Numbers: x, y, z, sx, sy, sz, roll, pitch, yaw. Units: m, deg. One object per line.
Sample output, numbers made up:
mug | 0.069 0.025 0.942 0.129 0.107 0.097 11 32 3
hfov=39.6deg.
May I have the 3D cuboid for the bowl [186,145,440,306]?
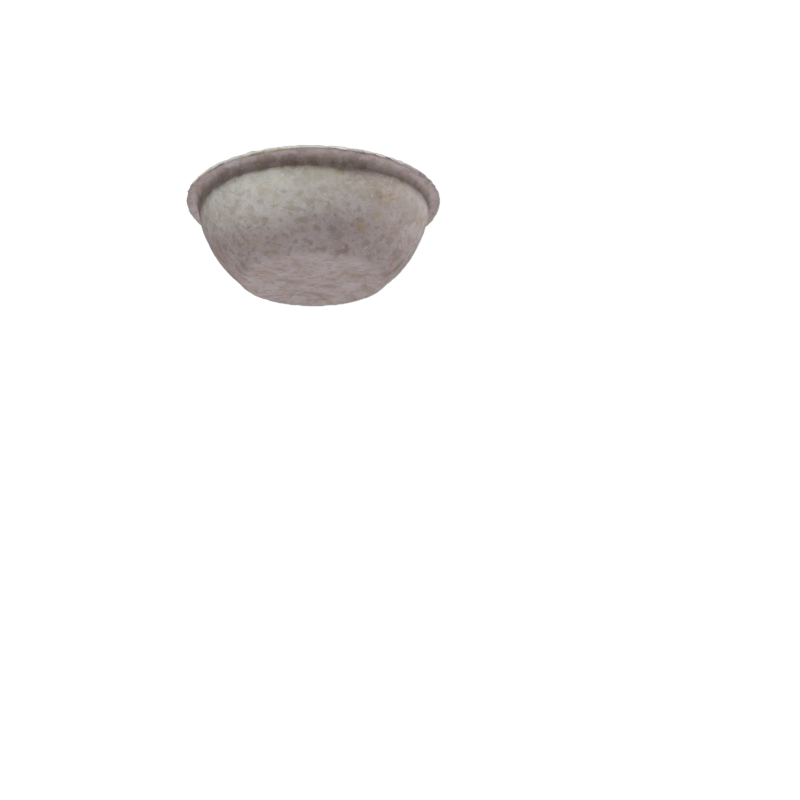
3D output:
bowl | -0.055 -0.100 0.698 0.162 0.058 0.155 0 -17 -2
